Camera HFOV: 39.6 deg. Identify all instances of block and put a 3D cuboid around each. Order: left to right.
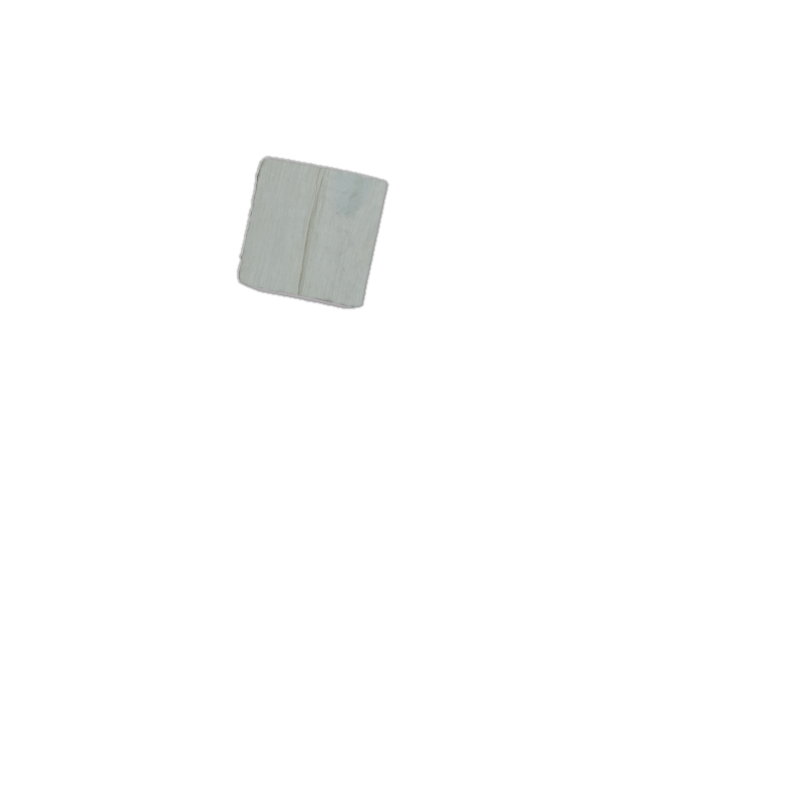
[{"bbox_3d":[-0.067,-0.122,0.852,0.090,0.091,0.207,11,3,-4],"label":"block"}]
